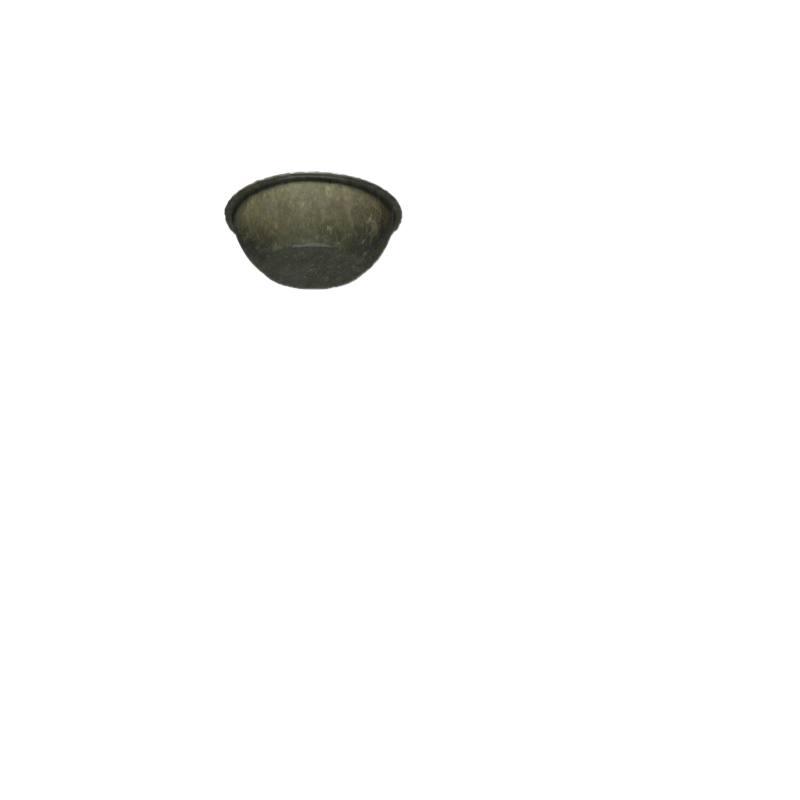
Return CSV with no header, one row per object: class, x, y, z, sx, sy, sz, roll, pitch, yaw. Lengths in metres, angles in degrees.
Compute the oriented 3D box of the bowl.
bowl,-0.078,-0.142,0.994,0.162,0.058,0.154,1,-21,-2
